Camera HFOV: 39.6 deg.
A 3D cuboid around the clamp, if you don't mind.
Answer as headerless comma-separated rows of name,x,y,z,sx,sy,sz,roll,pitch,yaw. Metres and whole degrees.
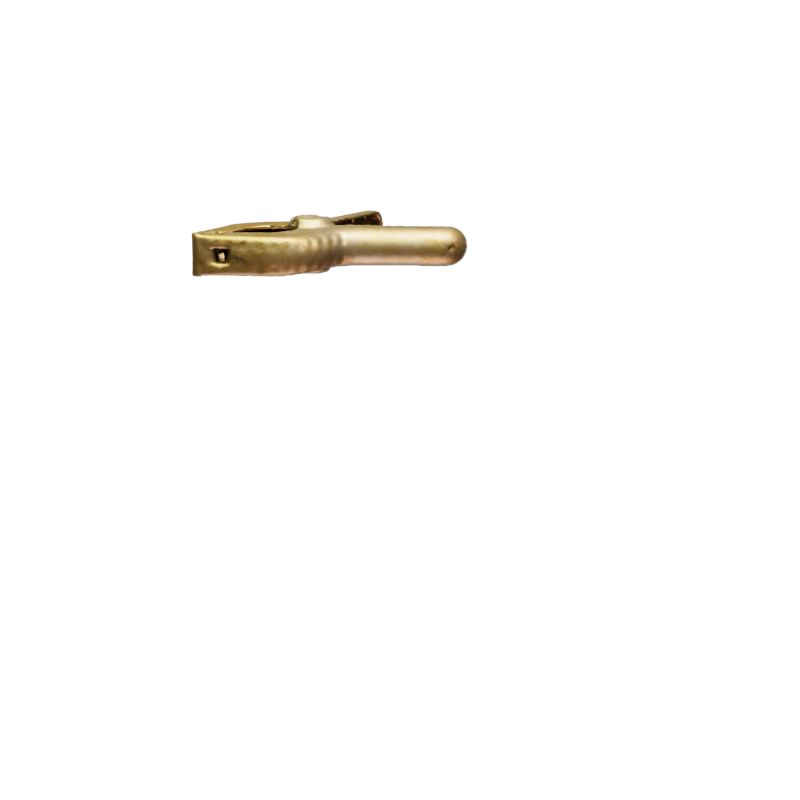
clamp,-0.057,-0.103,0.724,0.168,0.039,0.125,-3,10,-19
